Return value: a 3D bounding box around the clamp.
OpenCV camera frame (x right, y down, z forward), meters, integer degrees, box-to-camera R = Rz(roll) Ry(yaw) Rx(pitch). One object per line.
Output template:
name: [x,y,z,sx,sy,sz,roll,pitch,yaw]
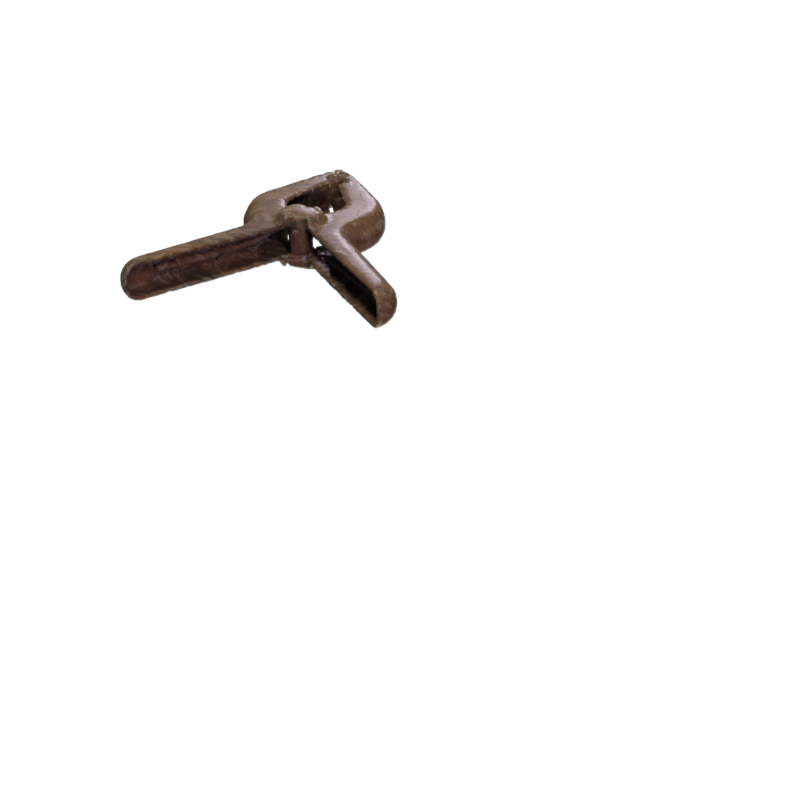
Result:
clamp: [-0.055,-0.101,0.704,0.170,0.034,0.215,10,30,19]
